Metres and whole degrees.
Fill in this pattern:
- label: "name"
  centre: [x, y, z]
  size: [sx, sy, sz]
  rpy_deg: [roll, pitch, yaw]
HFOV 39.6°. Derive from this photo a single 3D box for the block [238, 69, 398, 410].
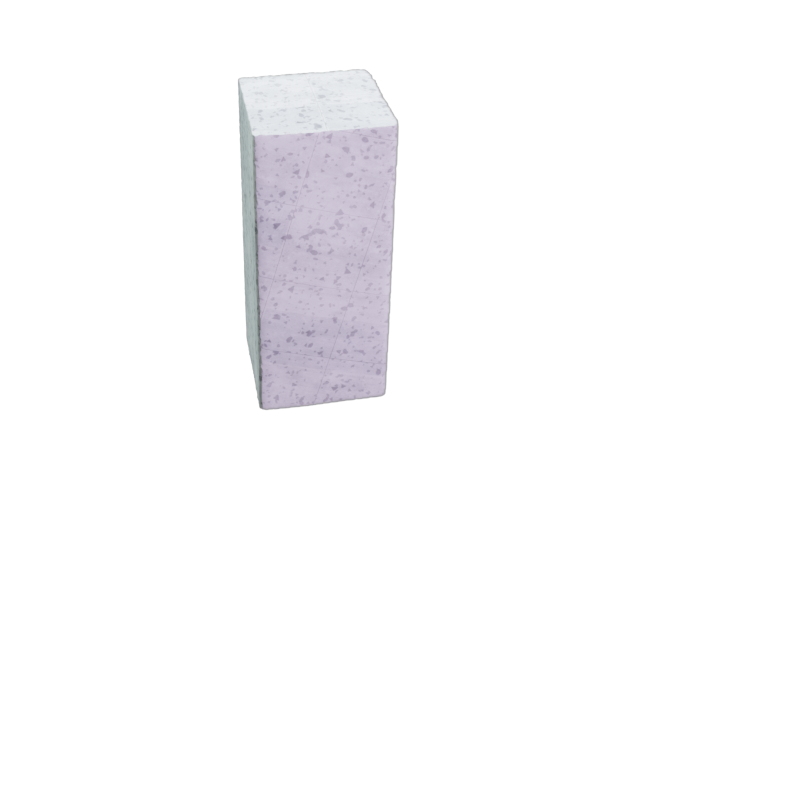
- label: "block"
  centre: [-0.057, -0.106, 0.740]
  size: [0.089, 0.193, 0.098]
  rpy_deg: [-5, 34, -11]
